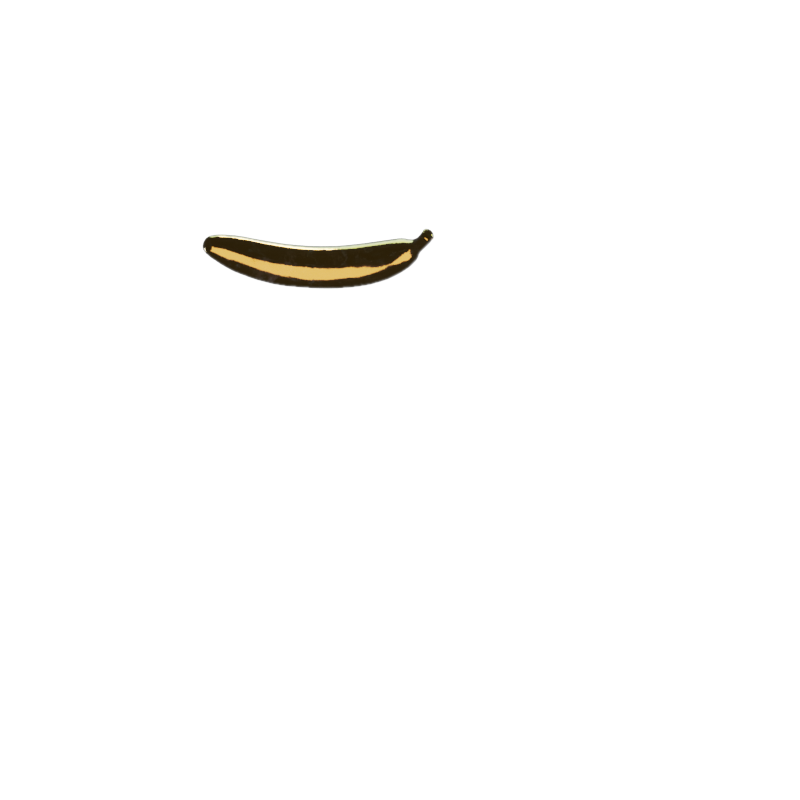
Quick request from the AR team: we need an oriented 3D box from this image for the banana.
[{"bbox_3d":[-0.071,-0.126,0.972,0.198,0.039,0.064,-3,-41,3],"label":"banana"}]
